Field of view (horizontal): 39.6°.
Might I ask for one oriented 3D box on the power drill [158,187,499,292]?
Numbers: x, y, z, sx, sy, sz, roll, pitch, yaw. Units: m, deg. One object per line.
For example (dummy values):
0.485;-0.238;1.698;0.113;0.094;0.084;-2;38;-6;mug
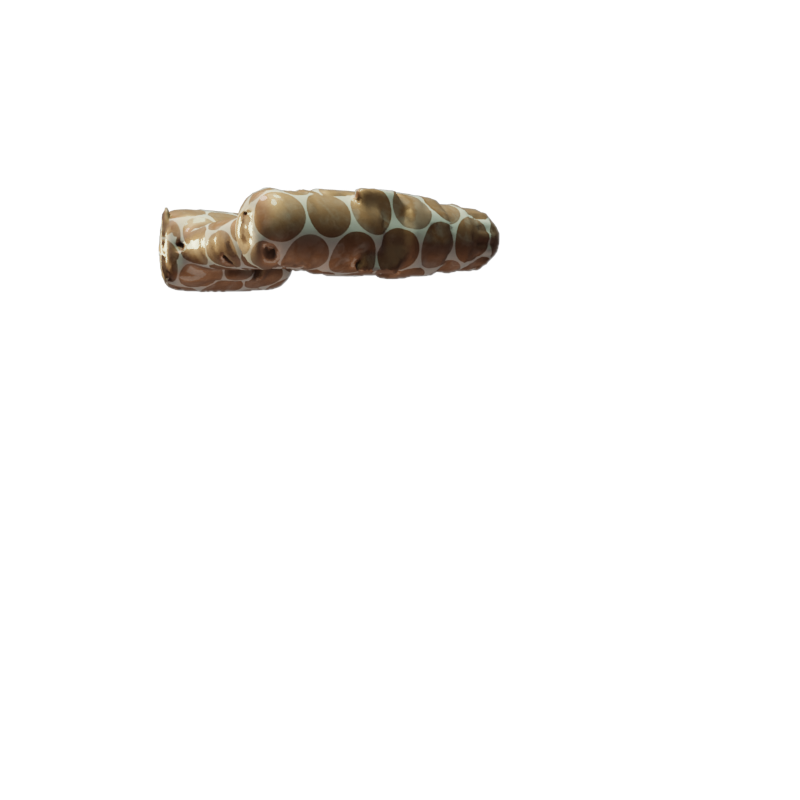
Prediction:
-0.056;-0.102;0.715;0.177;0.058;0.194;0;0;-37;power drill
